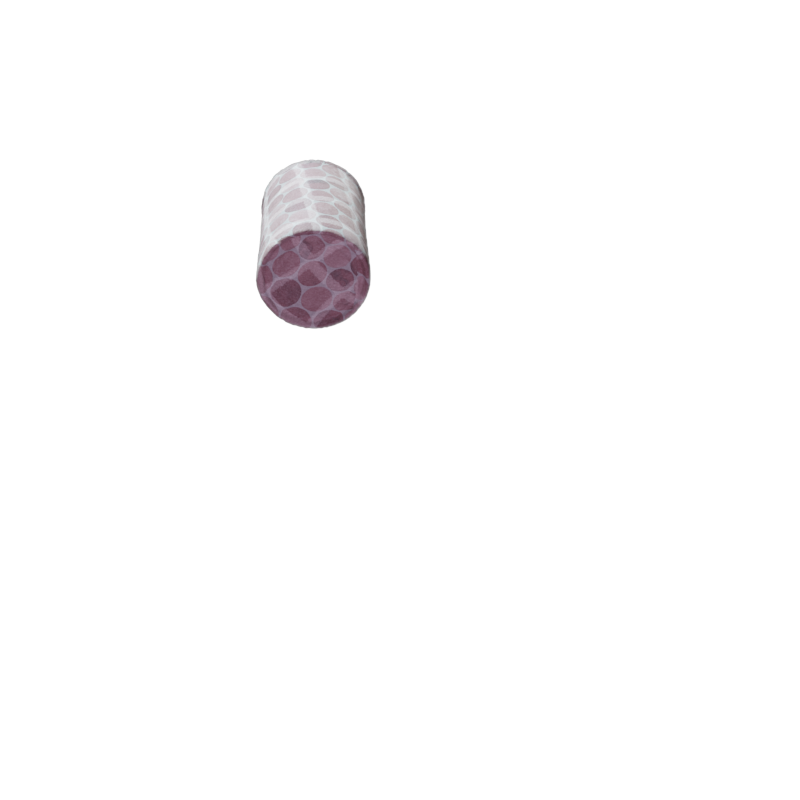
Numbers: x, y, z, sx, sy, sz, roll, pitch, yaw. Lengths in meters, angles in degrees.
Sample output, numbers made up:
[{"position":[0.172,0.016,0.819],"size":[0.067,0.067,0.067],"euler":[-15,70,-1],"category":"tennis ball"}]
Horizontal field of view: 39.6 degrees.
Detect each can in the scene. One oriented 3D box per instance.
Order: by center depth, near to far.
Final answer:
[{"position":[-0.053,-0.097,0.681],"size":[0.068,0.064,0.109],"euler":[-1,31,-3],"category":"can"}]
